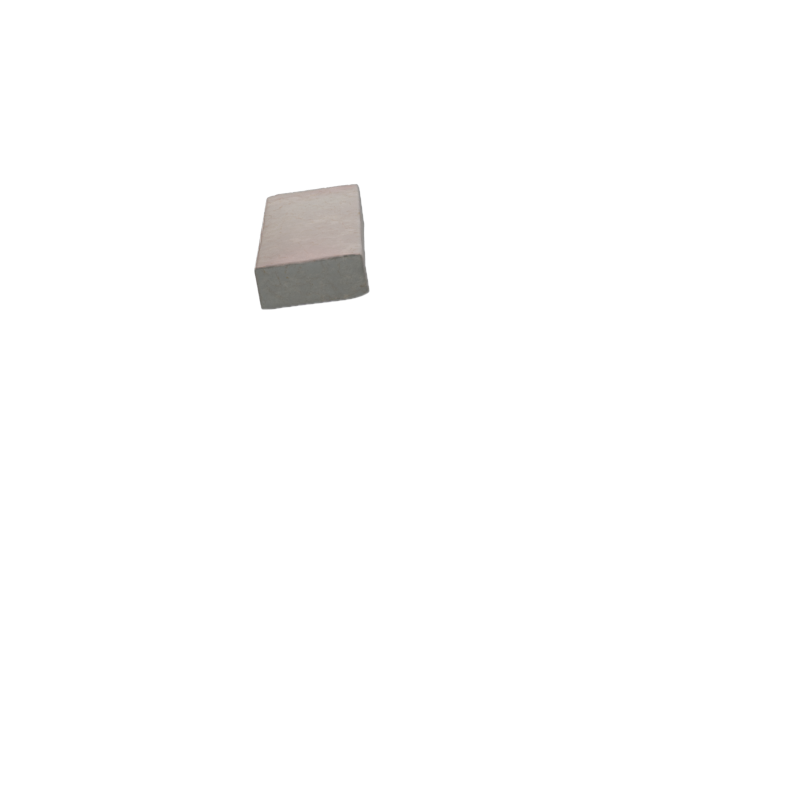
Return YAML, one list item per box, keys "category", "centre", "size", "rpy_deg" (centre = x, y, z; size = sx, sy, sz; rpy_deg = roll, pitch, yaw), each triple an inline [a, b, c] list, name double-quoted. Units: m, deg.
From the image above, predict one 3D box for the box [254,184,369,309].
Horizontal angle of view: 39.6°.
- category: "box"
  centre: [-0.078, -0.142, 0.996]
  size: [0.093, 0.045, 0.187]
  rpy_deg: [-8, 31, 1]
